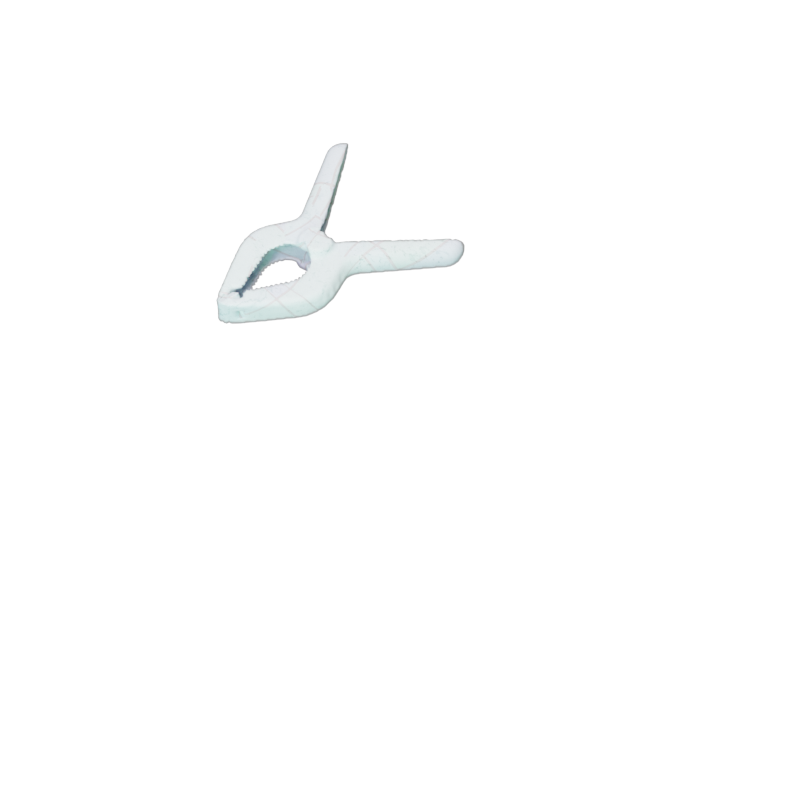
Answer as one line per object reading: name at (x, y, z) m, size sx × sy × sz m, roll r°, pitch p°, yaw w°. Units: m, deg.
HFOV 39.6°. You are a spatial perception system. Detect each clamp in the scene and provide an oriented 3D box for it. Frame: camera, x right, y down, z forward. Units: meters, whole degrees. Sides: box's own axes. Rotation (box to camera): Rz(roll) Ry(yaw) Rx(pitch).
clamp at (-0.074, -0.136, 0.949) m, size 0.210 × 0.176 × 0.034 m, roll -29°, pitch -32°, yaw -20°
